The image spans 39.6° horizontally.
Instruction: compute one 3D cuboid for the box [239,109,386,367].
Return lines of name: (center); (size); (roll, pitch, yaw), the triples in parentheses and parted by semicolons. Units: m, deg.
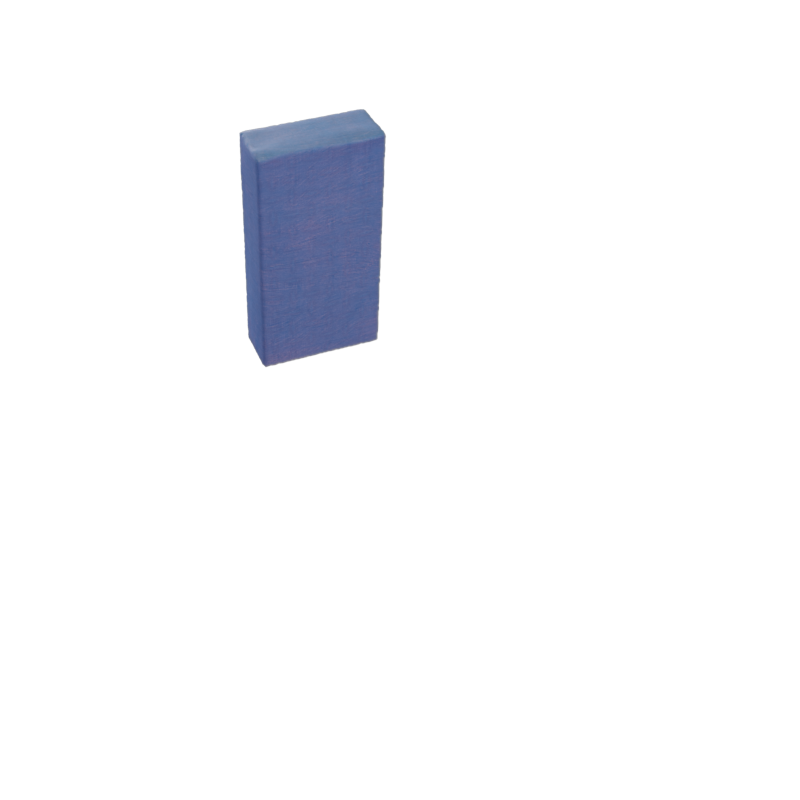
box: (-0.061, -0.111, 0.777); (0.092, 0.164, 0.052); (-14, 43, -19)
